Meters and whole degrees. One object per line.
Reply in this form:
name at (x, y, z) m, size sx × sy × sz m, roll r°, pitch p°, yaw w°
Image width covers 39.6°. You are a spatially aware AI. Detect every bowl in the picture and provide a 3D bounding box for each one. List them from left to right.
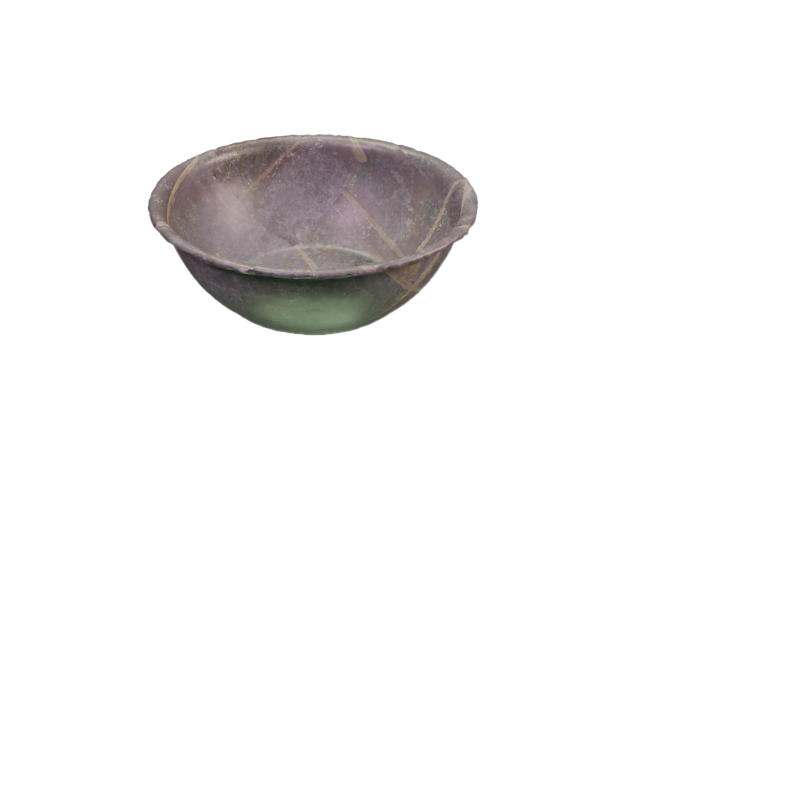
bowl at (-0.044, -0.080, 0.557) m, size 0.162 × 0.052 × 0.173 m, roll -1°, pitch 34°, yaw -2°
